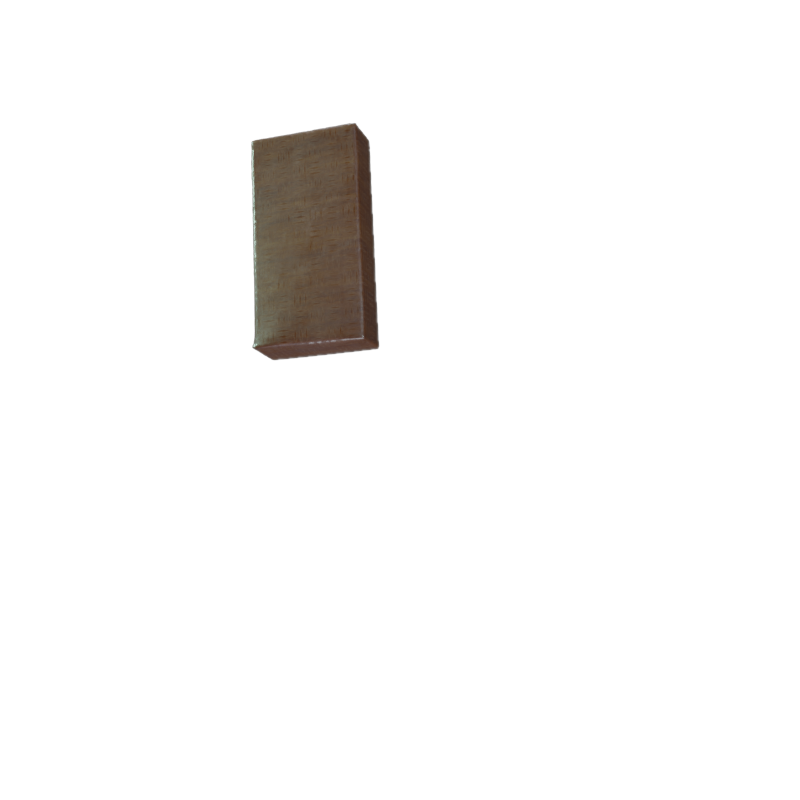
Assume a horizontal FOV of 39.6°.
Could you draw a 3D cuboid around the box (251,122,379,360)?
[{"bbox_3d":[-0.068,-0.125,0.876,0.095,0.184,0.045,-7,-20,18],"label":"box"}]
